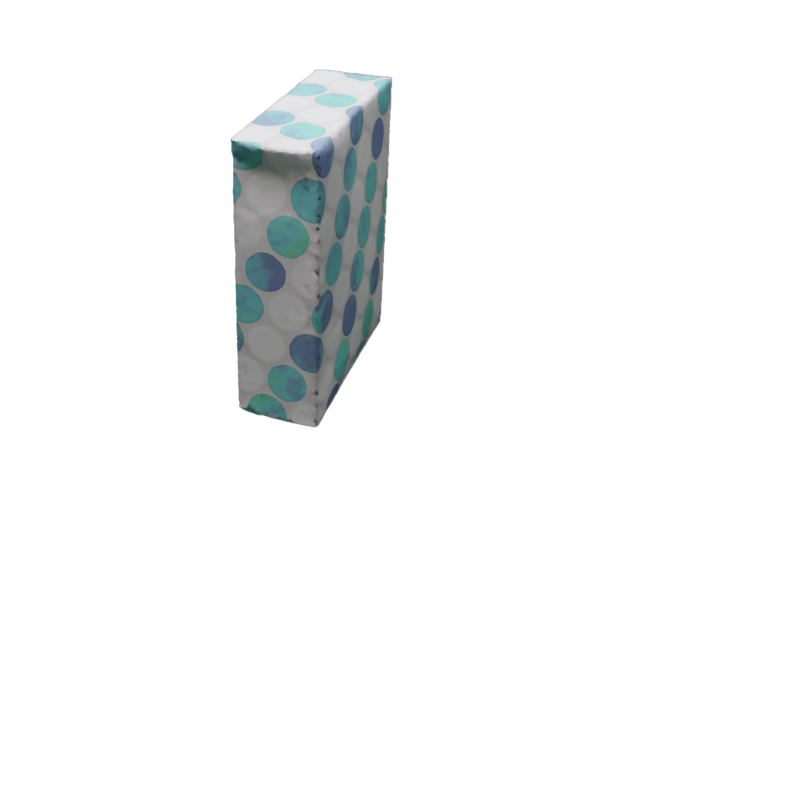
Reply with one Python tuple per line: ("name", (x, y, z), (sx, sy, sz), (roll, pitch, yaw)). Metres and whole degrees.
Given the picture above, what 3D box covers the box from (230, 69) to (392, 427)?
("box", (-0.064, -0.116, 0.814), (0.074, 0.202, 0.170), (9, 30, 13))
